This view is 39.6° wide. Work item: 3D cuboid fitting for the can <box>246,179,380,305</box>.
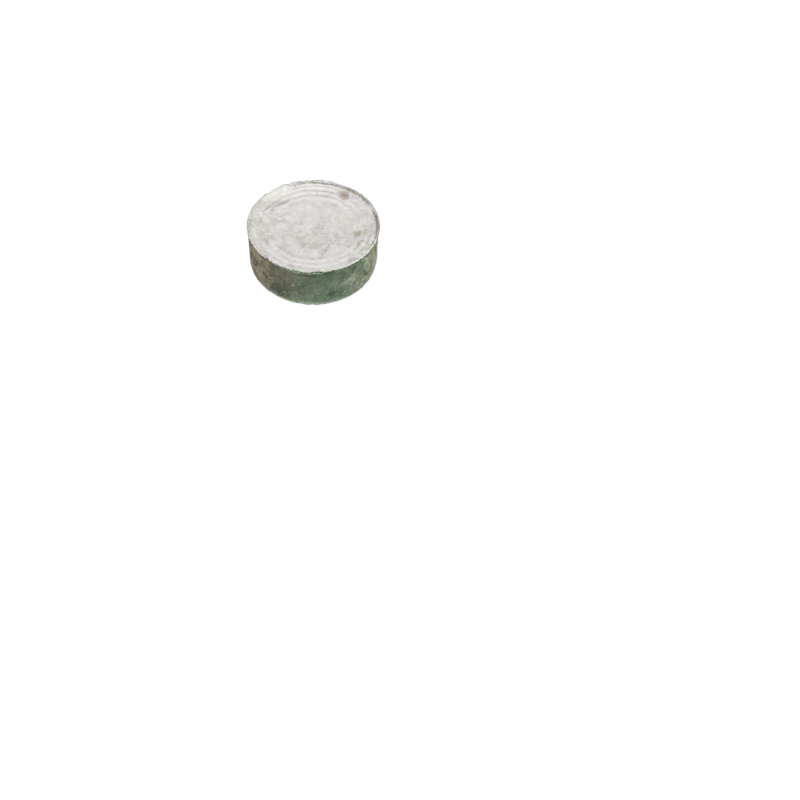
[{"bbox_3d":[-0.057,-0.103,0.725,0.086,0.092,0.031,-1,-41,-1],"label":"can"}]
